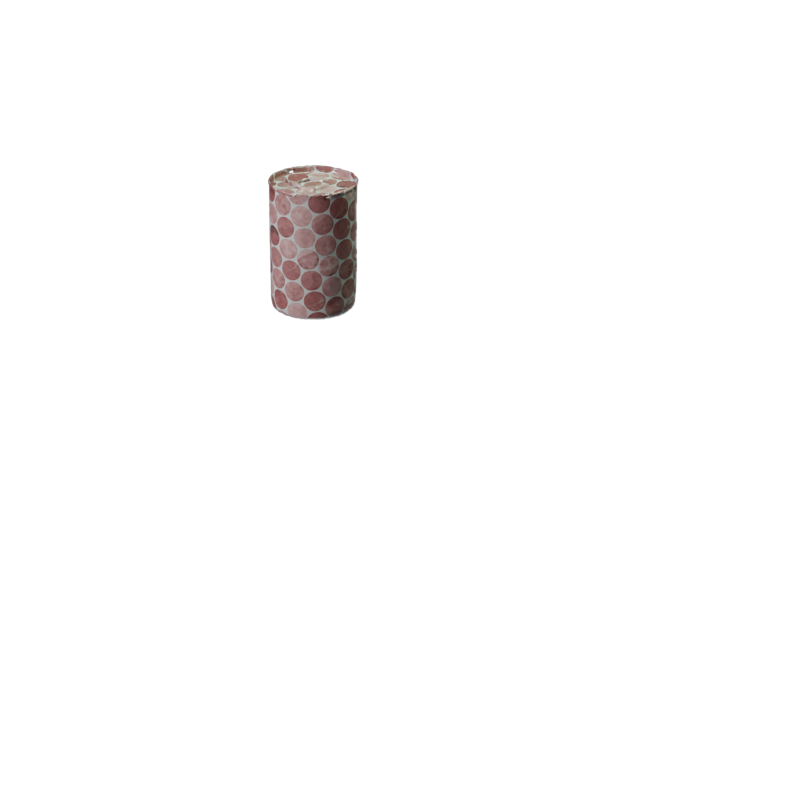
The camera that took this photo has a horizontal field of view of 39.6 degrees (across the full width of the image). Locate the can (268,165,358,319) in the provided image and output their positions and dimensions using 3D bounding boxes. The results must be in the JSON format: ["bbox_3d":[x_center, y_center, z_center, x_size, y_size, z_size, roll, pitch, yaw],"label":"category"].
[{"bbox_3d":[-0.066,-0.121,0.849,0.068,0.097,0.072,0,26,-2],"label":"can"}]
